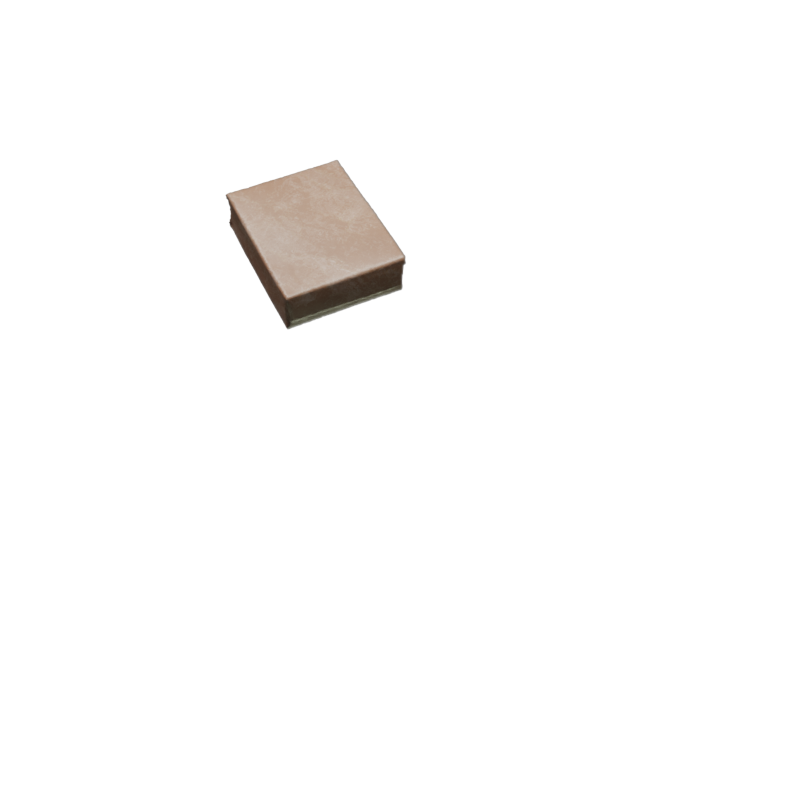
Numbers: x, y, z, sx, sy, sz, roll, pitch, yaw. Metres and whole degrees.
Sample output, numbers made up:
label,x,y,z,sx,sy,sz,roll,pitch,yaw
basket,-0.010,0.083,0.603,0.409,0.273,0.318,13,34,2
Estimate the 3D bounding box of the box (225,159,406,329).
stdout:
label,x,y,z,sx,sy,sz,roll,pitch,yaw
box,-0.061,-0.112,0.782,0.089,0.036,0.123,-20,51,-17
